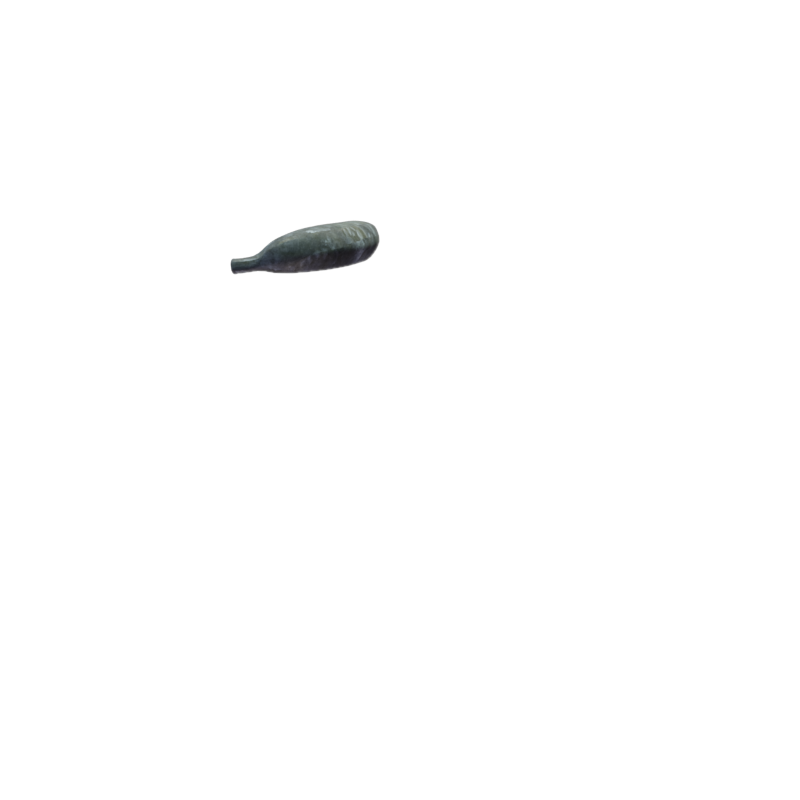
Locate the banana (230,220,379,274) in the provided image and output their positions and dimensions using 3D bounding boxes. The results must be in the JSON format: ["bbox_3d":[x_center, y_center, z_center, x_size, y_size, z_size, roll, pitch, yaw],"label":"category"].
[{"bbox_3d":[-0.060,-0.132,0.934,0.072,0.036,0.194,7,15,28],"label":"banana"}]
